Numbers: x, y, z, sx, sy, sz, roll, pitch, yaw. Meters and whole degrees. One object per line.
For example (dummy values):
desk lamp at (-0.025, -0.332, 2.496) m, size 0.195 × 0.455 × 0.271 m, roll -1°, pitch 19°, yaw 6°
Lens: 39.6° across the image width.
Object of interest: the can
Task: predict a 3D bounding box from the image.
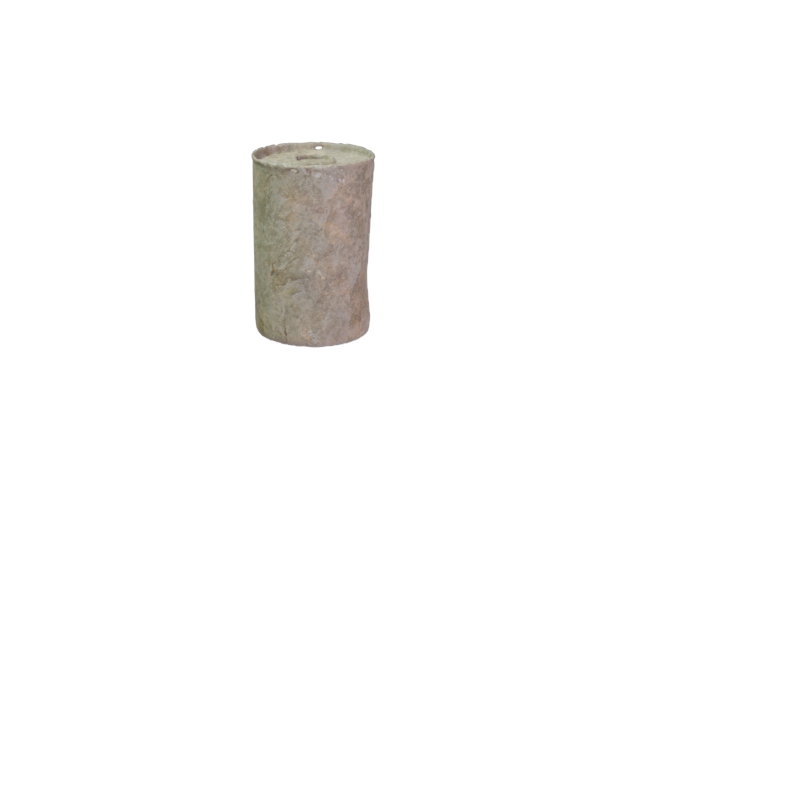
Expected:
can at (-0.049, -0.089, 0.622) m, size 0.068 × 0.098 × 0.072 m, roll 0°, pitch 19°, yaw -2°
